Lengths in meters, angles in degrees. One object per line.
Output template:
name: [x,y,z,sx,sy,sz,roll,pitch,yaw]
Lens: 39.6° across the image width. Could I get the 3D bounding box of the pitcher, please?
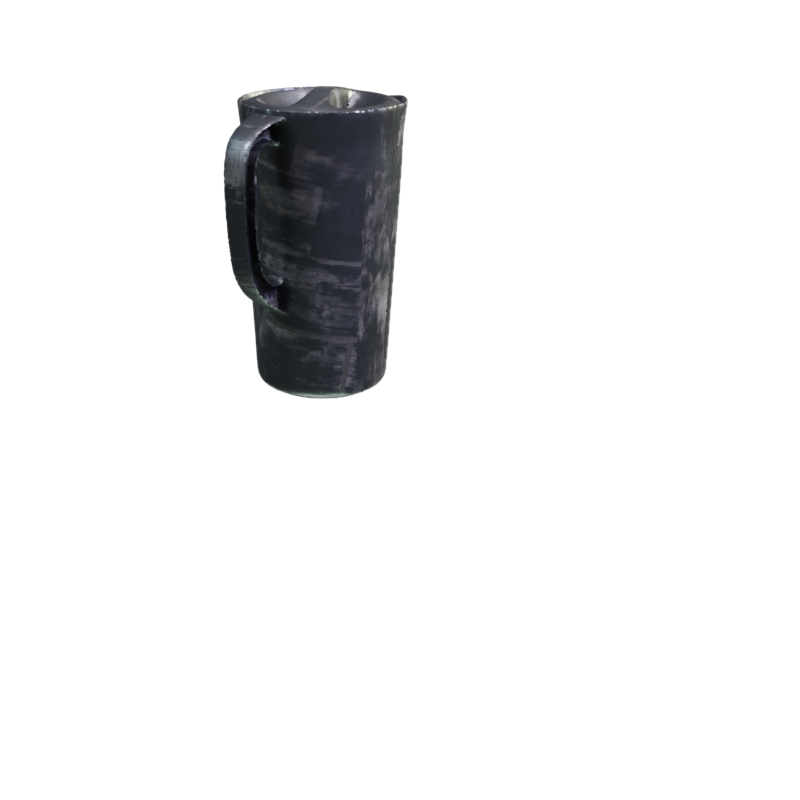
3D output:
pitcher: [-0.070,-0.127,0.890,0.147,0.234,0.153,-2,18,-10]
